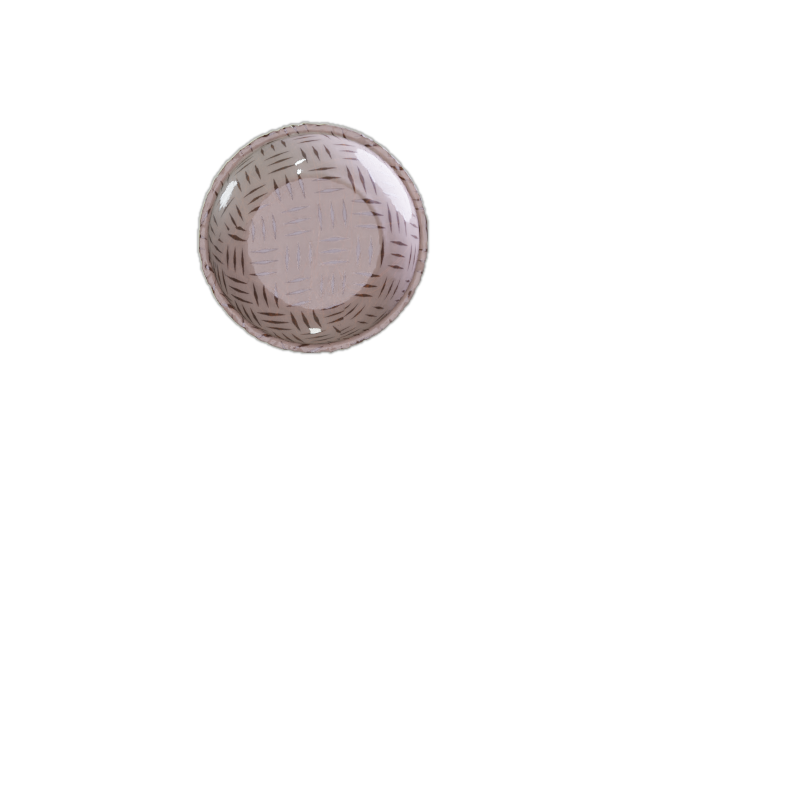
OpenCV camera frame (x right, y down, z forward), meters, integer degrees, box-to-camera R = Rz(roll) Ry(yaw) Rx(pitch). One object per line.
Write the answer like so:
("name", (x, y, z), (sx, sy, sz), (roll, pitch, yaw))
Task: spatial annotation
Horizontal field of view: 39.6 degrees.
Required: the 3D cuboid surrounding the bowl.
("bowl", (-0.059, -0.107, 0.749), (0.162, 0.160, 0.056), (0, 5, 0))
